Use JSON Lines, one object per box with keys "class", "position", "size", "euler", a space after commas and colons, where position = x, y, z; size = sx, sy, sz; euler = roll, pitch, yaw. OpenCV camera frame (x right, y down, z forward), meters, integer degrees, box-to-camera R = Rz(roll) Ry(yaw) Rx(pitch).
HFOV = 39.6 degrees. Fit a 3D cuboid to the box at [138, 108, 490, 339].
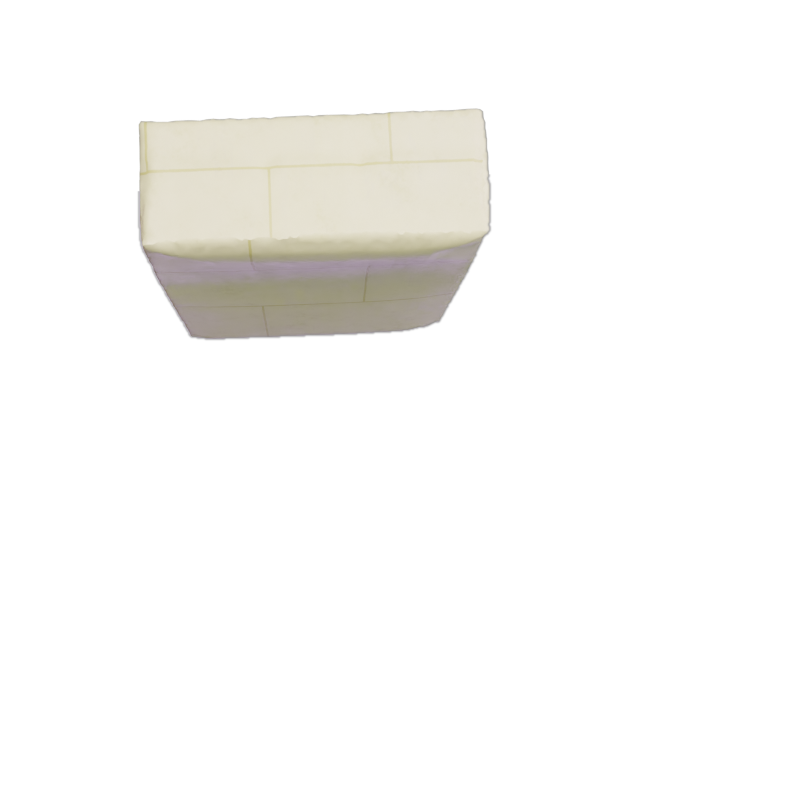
{"class": "box", "position": [-0.048, -0.087, 0.611], "size": [0.164, 0.074, 0.208], "euler": [-3, -8, -3]}
